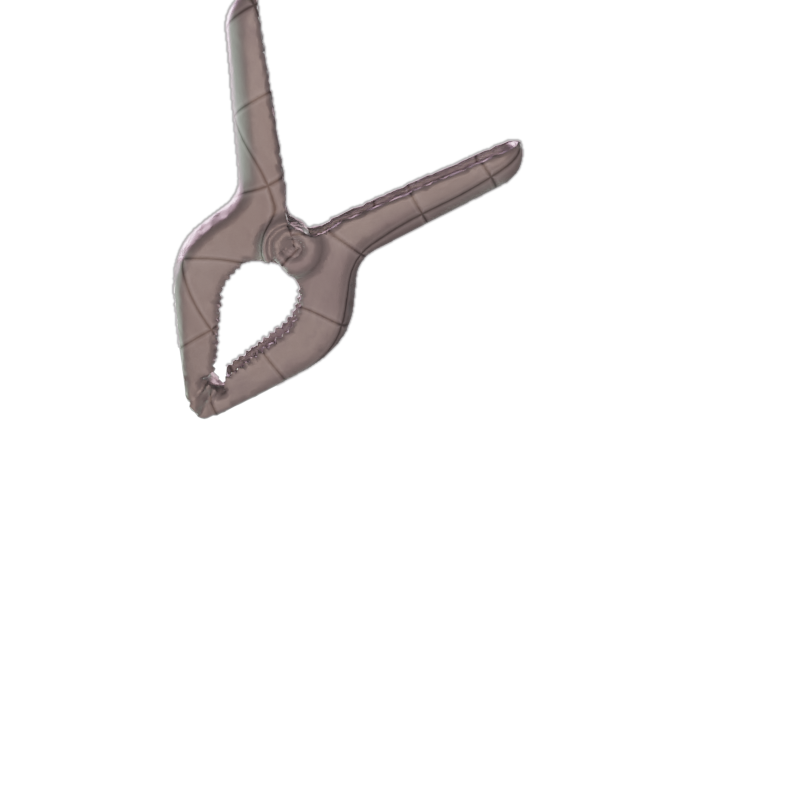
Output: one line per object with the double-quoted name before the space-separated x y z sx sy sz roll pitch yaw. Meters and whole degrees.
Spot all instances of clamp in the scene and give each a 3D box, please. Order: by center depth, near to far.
"clamp" -0.044 -0.081 0.567 0.163 0.207 0.037 22 9 -4
